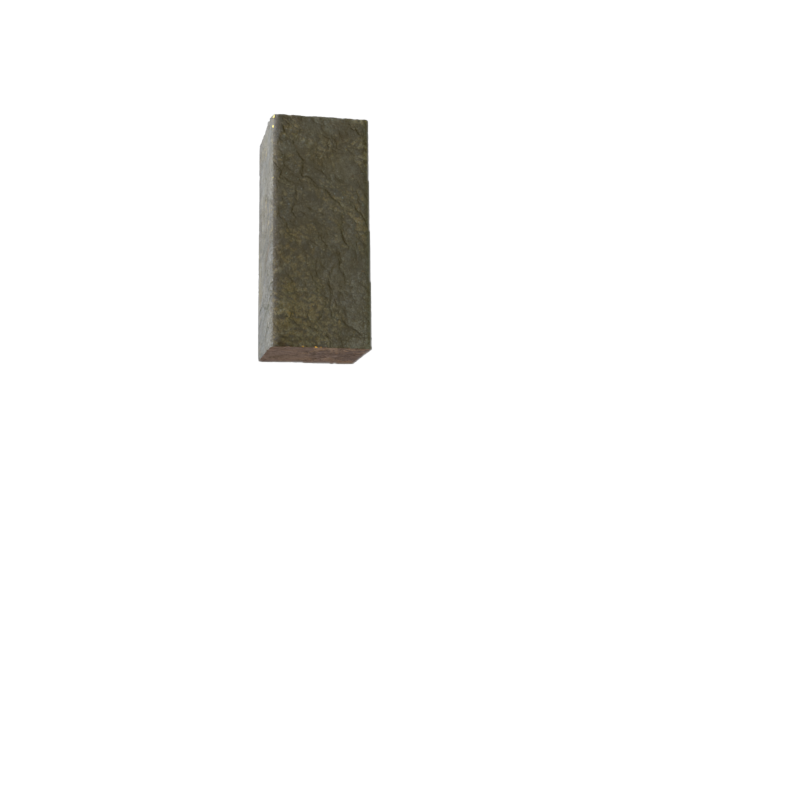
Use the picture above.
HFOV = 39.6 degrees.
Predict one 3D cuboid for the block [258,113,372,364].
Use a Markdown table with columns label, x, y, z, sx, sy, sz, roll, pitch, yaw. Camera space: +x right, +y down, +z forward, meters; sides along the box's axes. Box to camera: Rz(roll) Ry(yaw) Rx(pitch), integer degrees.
| label | x | y | z | sx | sy | sz | roll | pitch | yaw |
| --- | --- | --- | --- | --- | --- | --- | --- | --- | --- |
| block | -0.078 | -0.142 | 0.993 | 0.089 | 0.213 | 0.089 | 2 | -13 | -12 |
